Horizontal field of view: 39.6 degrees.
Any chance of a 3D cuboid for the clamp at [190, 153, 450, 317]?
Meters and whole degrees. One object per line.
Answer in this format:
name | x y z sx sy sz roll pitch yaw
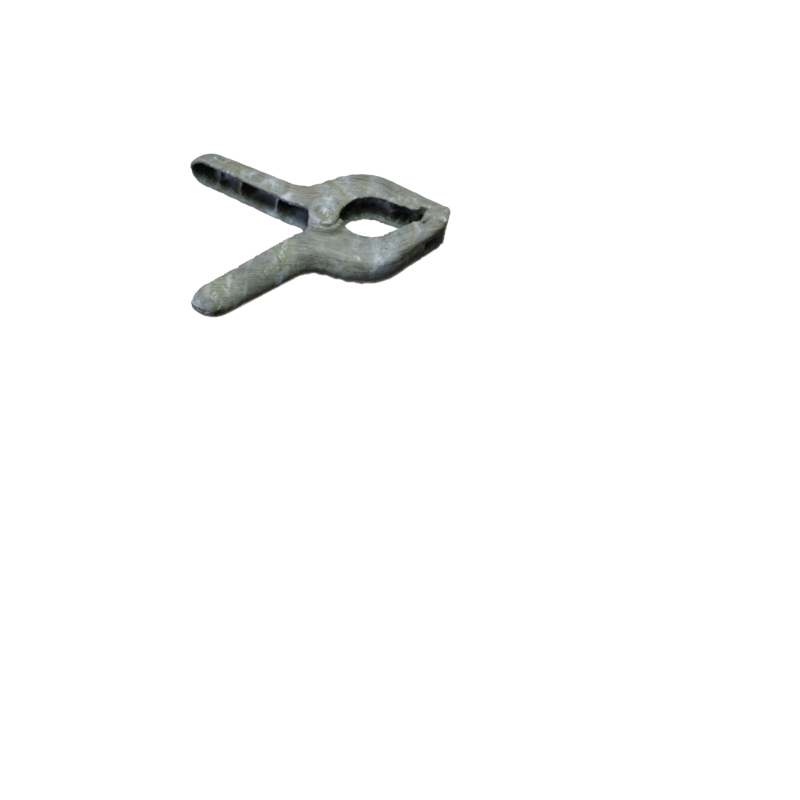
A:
clamp | -0.055 -0.100 0.703 0.172 0.127 0.037 4 -27 2
